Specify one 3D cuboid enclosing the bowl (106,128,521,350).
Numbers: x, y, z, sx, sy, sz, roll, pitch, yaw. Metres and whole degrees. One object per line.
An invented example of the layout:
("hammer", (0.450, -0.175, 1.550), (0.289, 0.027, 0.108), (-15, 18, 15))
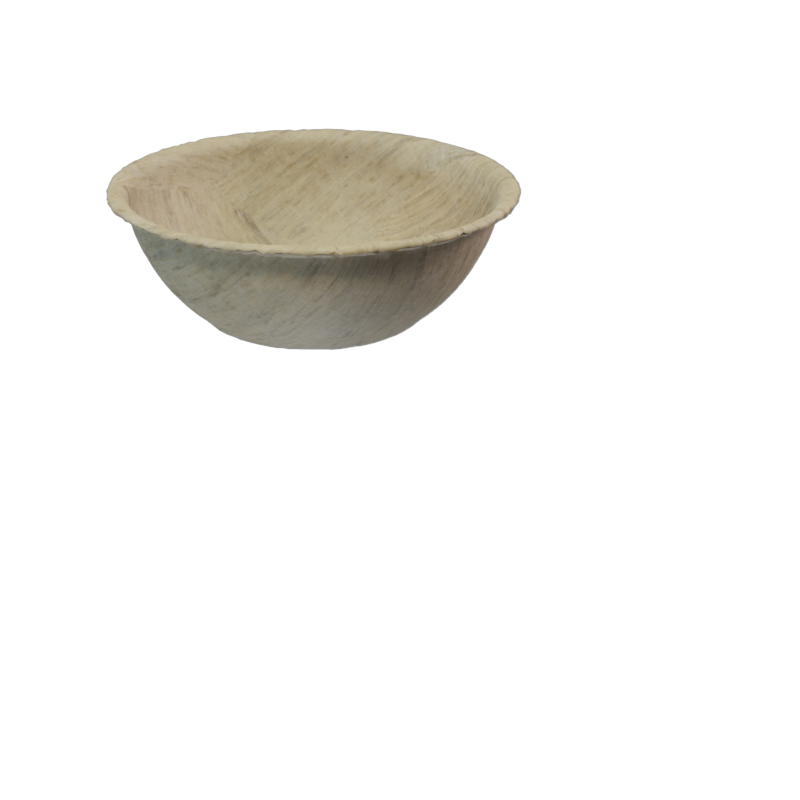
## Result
("bowl", (-0.035, -0.064, 0.446), (0.162, 0.052, 0.171), (-1, 26, -2))
